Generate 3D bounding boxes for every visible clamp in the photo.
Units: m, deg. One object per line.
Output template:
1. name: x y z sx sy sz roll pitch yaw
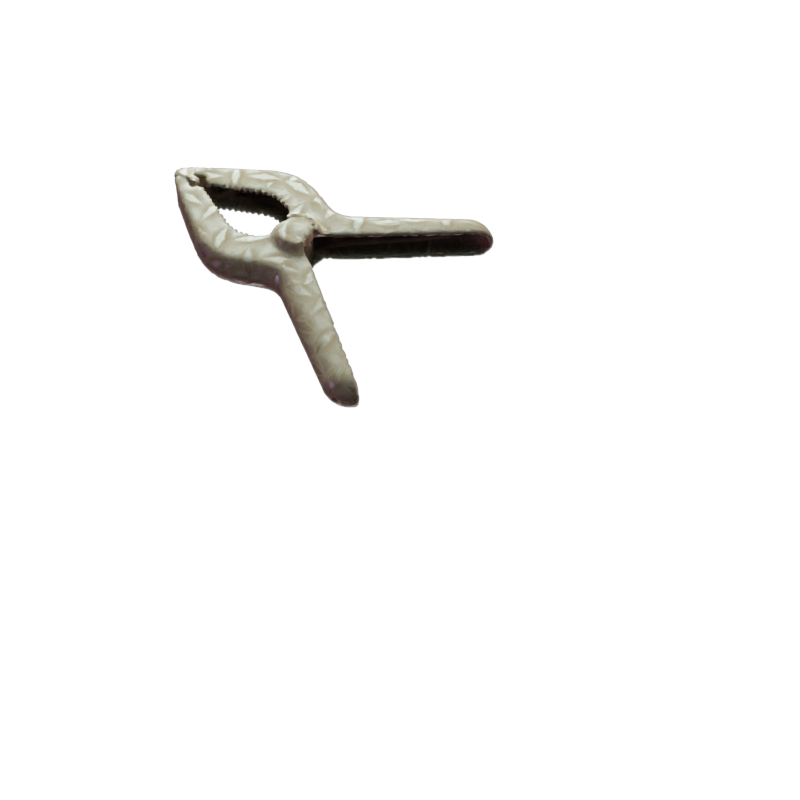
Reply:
1. clamp: -0.056 -0.103 0.720 0.223 0.034 0.166 35 58 26
